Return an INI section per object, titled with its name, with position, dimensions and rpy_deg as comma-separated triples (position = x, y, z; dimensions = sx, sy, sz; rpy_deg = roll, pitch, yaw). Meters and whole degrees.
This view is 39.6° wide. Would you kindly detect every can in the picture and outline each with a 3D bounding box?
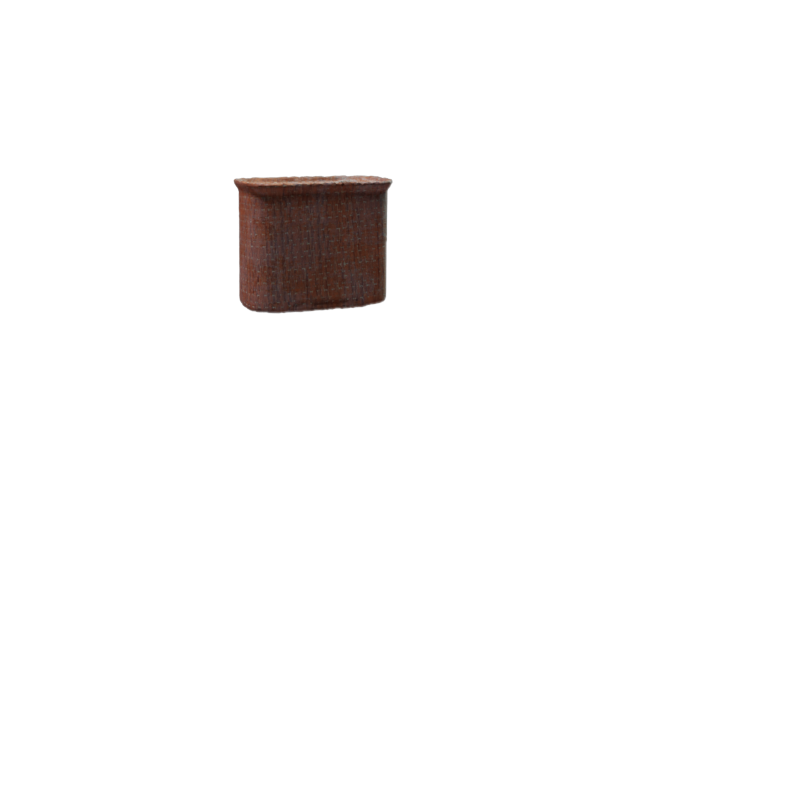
[can]
position = -0.057, -0.105, 0.734
dimensions = 0.099, 0.082, 0.060
rpy_deg = -5, 11, -22
